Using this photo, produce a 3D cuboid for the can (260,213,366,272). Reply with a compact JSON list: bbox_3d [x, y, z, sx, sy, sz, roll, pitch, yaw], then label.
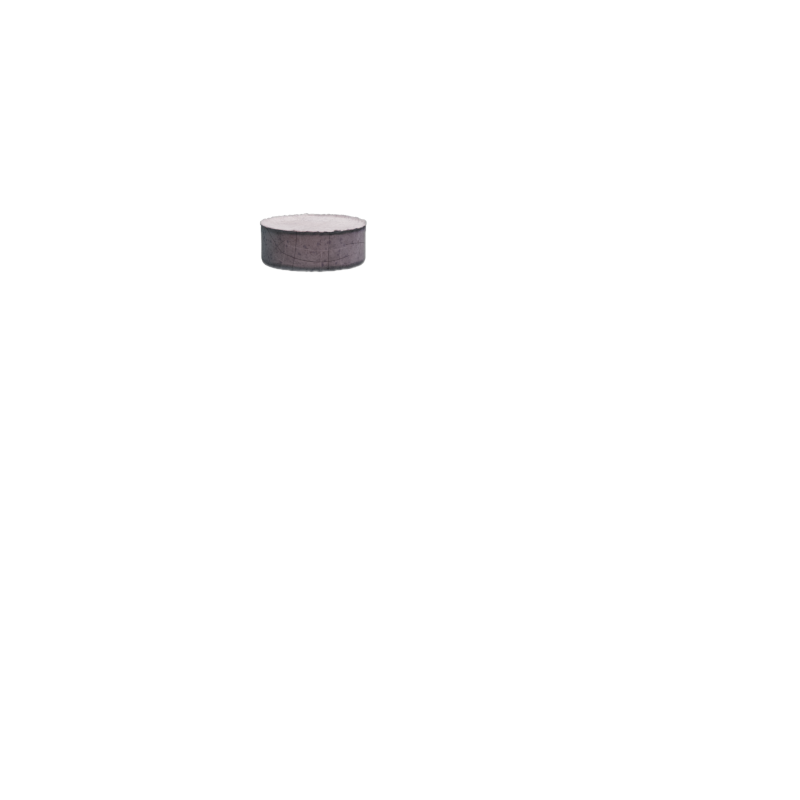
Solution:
[{"bbox_3d":[-0.070,-0.127,0.891,0.086,0.032,0.089,-1,17,-2],"label":"can"}]
